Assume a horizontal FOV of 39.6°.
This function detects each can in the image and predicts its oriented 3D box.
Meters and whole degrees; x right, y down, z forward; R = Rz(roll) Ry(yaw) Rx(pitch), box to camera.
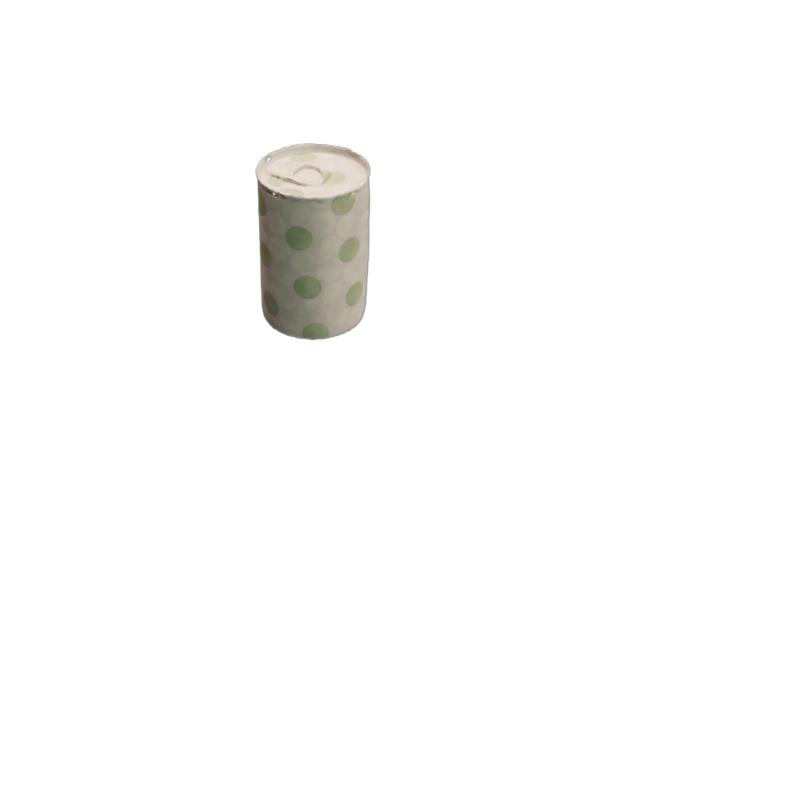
[{"bbox_3d":[-0.053,-0.097,0.678,0.068,0.096,0.073,0,36,-3],"label":"can"}]
